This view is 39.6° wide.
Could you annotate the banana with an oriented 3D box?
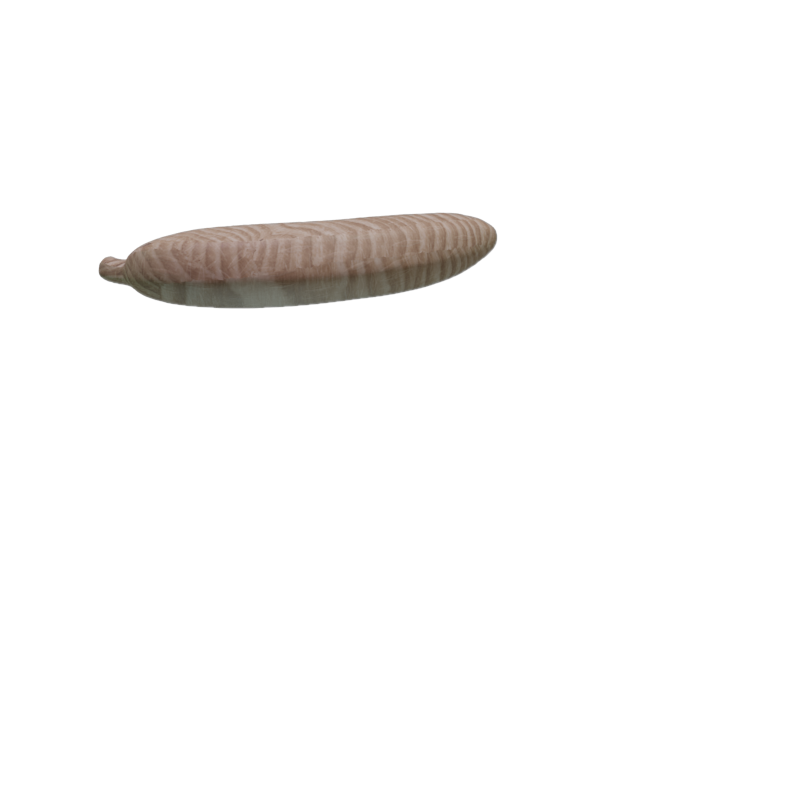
[{"bbox_3d":[-0.041,-0.069,0.518,0.195,0.035,0.074,-4,23,-10],"label":"banana"}]
